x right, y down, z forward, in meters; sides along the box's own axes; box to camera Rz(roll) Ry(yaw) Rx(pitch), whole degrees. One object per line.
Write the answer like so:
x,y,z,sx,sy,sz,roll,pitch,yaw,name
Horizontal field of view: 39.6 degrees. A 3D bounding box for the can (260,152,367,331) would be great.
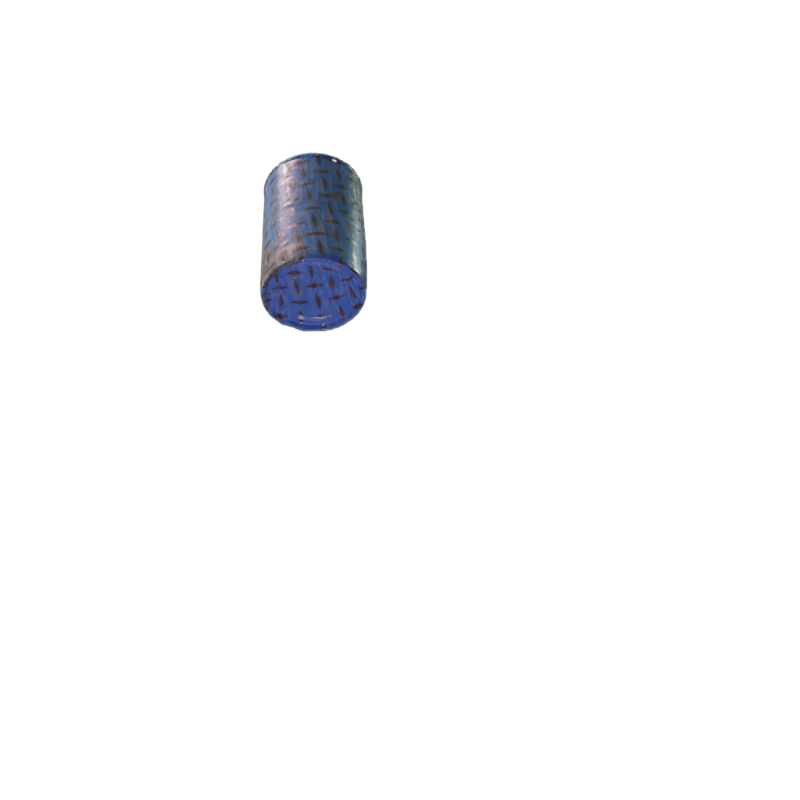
-0.056,-0.103,0.719,0.068,0.110,0.064,-1,-44,-3,can
